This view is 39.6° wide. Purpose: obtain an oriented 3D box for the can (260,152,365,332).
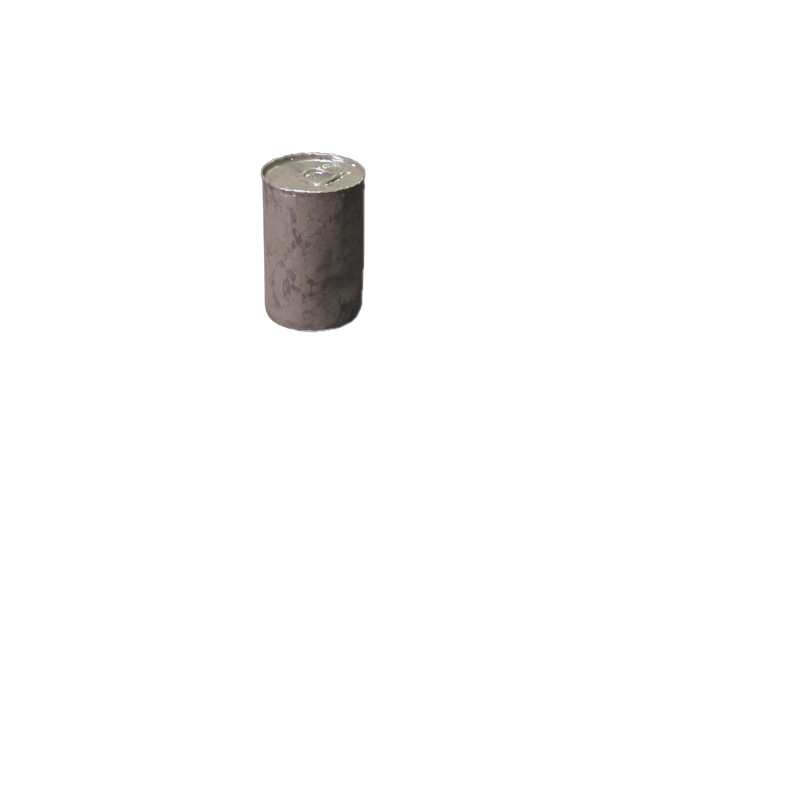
[{"bbox_3d":[-0.058,-0.105,0.736,0.068,0.096,0.073,0,29,-2],"label":"can"}]
